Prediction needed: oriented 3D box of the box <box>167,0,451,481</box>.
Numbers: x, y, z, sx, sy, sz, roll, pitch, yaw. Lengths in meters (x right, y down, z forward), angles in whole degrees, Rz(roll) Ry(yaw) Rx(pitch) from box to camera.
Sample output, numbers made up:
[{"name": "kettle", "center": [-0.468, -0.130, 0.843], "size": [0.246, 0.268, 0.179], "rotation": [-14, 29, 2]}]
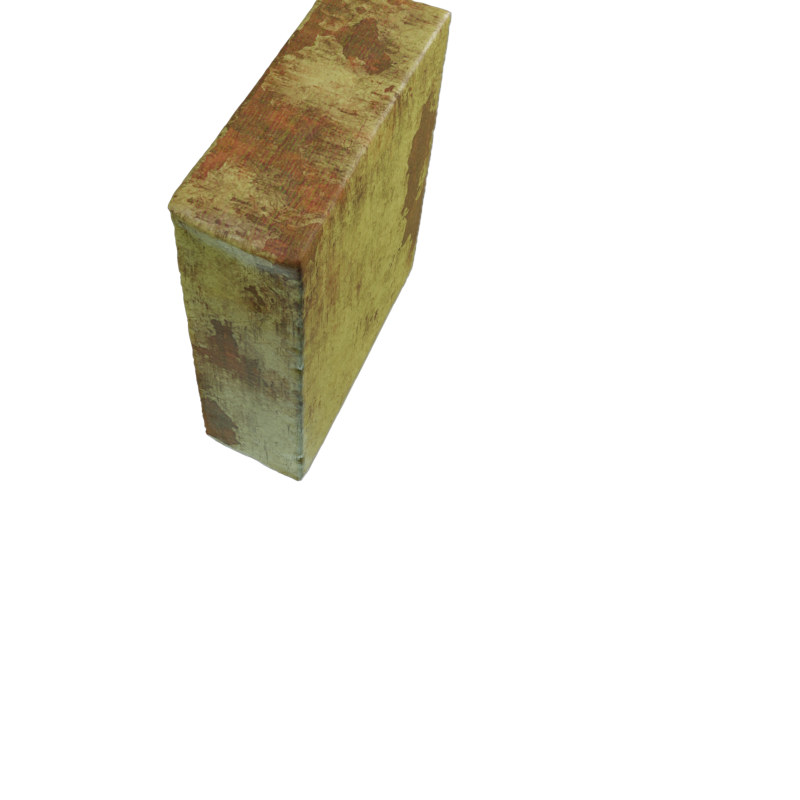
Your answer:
[{"name": "box", "center": [-0.045, -0.082, 0.571], "size": [0.074, 0.170, 0.200], "rotation": [22, -30, 9]}]
